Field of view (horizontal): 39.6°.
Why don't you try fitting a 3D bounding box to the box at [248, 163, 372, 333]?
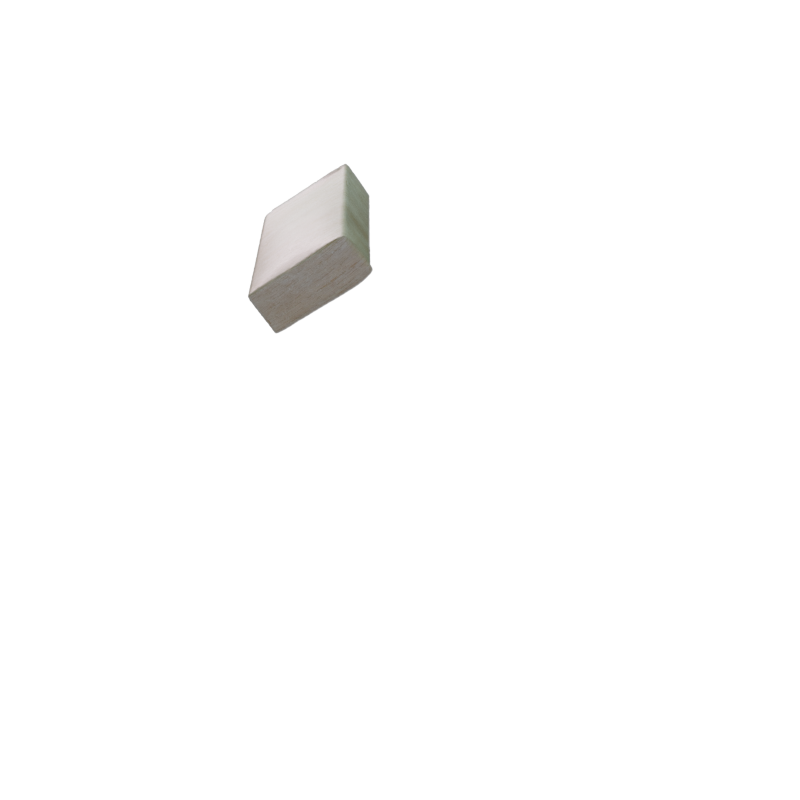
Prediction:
[{"bbox_3d":[-0.072,-0.131,0.918,0.093,0.045,0.187,-31,27,13],"label":"box"}]
